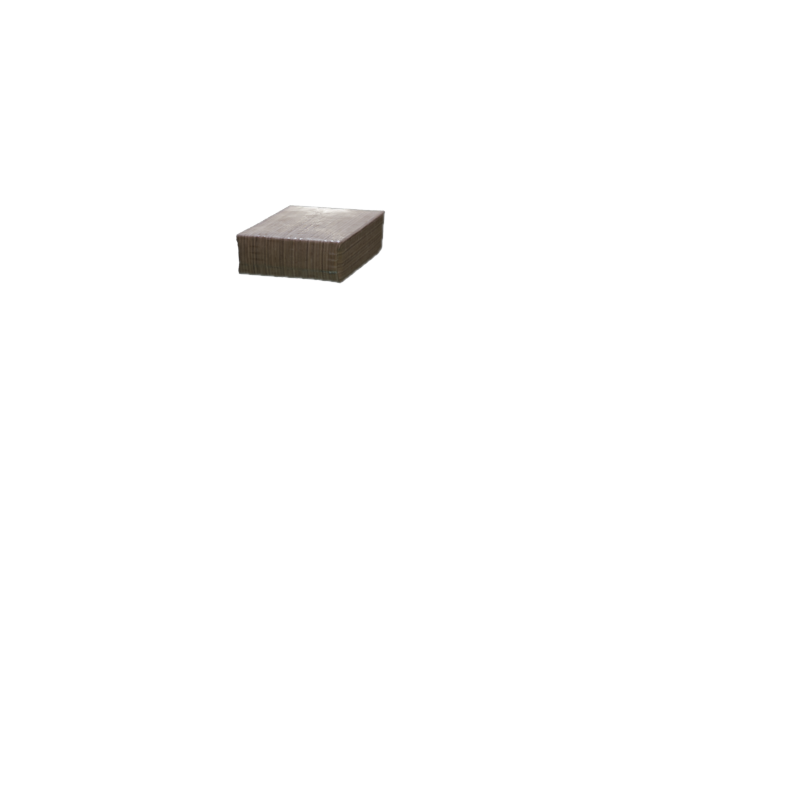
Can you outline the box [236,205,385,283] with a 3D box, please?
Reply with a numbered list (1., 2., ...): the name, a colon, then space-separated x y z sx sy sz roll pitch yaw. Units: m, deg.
1. box: -0.071 -0.130 0.914 0.092 0.037 0.115 7 21 18
